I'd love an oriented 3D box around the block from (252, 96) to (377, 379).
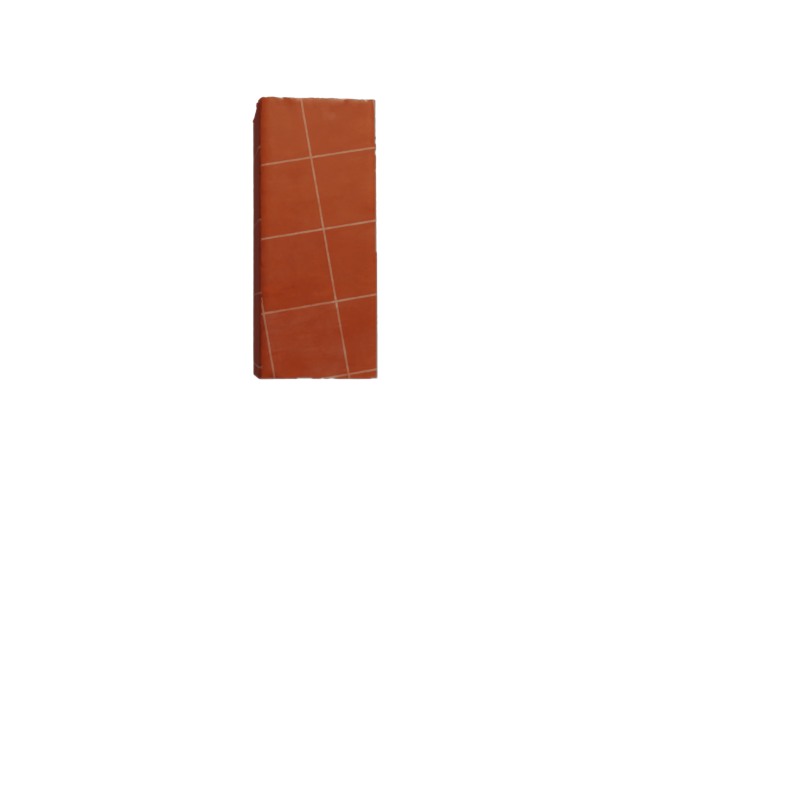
[{"bbox_3d":[-0.067,-0.122,0.852,0.089,0.208,0.091,0,-3,-8],"label":"block"}]
